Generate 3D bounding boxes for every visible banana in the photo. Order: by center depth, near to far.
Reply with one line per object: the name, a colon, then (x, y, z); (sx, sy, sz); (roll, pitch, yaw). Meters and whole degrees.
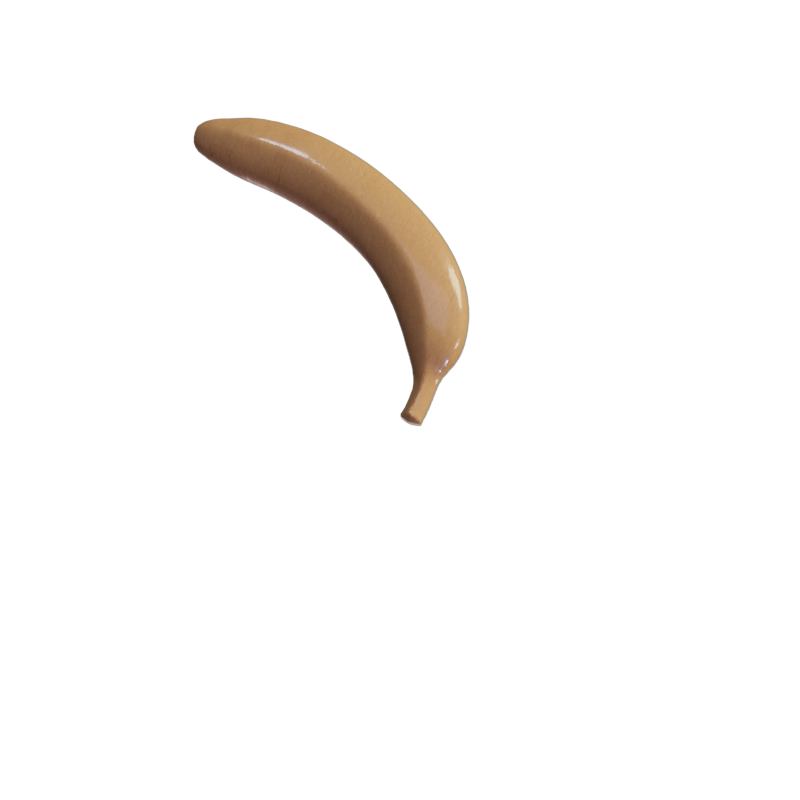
banana: (-0.025, -0.084, 0.547); (0.070, 0.210, 0.034); (-31, -25, -16)
